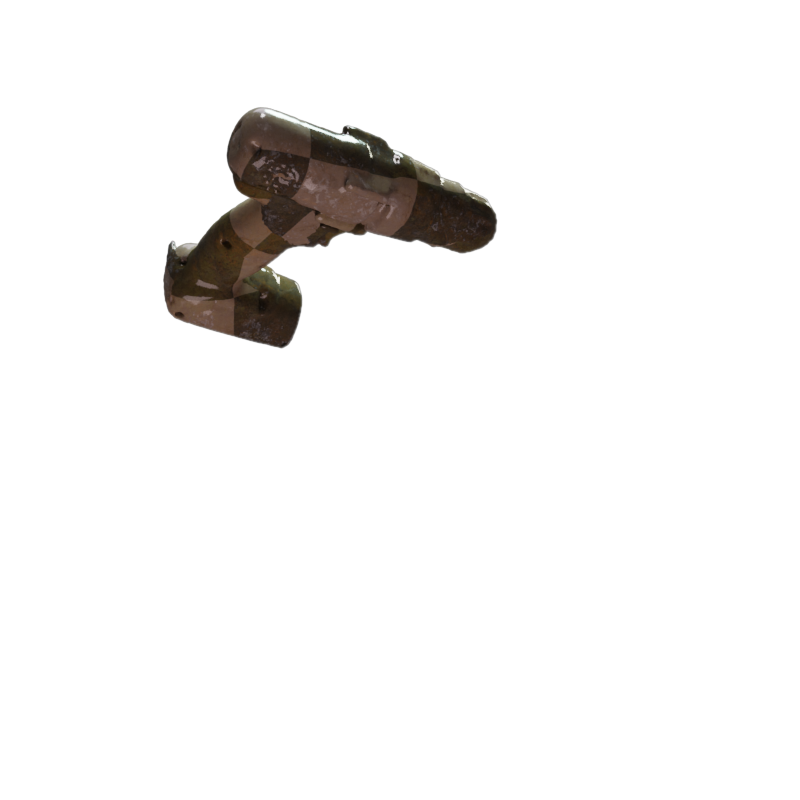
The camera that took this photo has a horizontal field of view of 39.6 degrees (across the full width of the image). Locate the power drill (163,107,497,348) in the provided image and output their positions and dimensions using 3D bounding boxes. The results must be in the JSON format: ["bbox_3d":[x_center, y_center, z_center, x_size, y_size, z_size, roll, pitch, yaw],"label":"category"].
[{"bbox_3d":[-0.056,-0.103,0.720,0.176,0.061,0.184,19,-37,-27],"label":"power drill"}]
